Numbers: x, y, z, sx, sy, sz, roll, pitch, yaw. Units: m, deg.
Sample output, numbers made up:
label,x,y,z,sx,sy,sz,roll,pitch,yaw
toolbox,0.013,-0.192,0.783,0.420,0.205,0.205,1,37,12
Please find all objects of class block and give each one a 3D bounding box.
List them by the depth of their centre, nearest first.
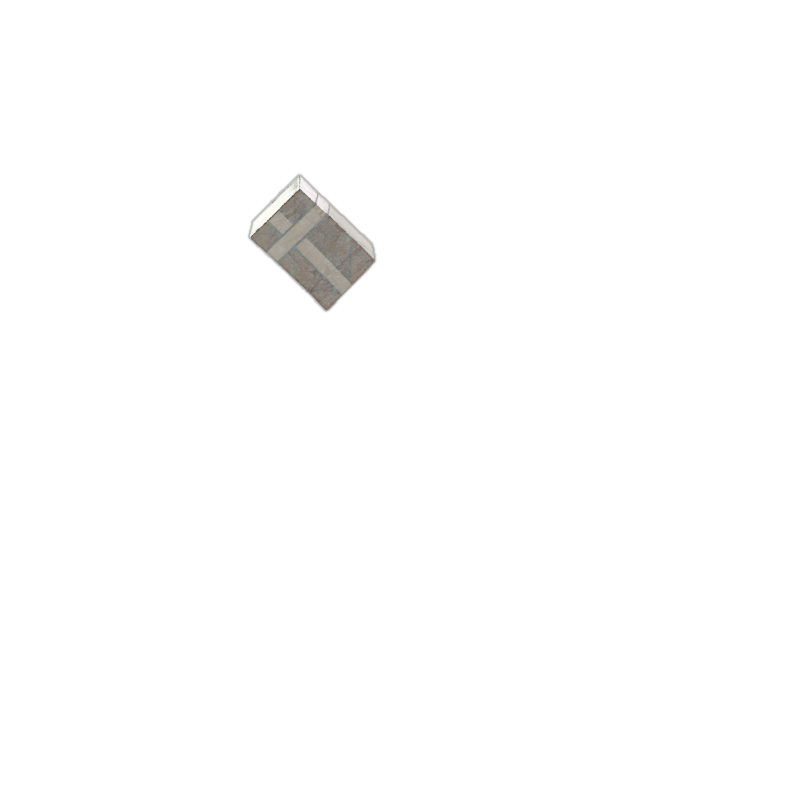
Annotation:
label,x,y,z,sx,sy,sz,roll,pitch,yaw
block,-0.062,-0.114,0.798,0.052,0.076,0.053,-44,12,10
